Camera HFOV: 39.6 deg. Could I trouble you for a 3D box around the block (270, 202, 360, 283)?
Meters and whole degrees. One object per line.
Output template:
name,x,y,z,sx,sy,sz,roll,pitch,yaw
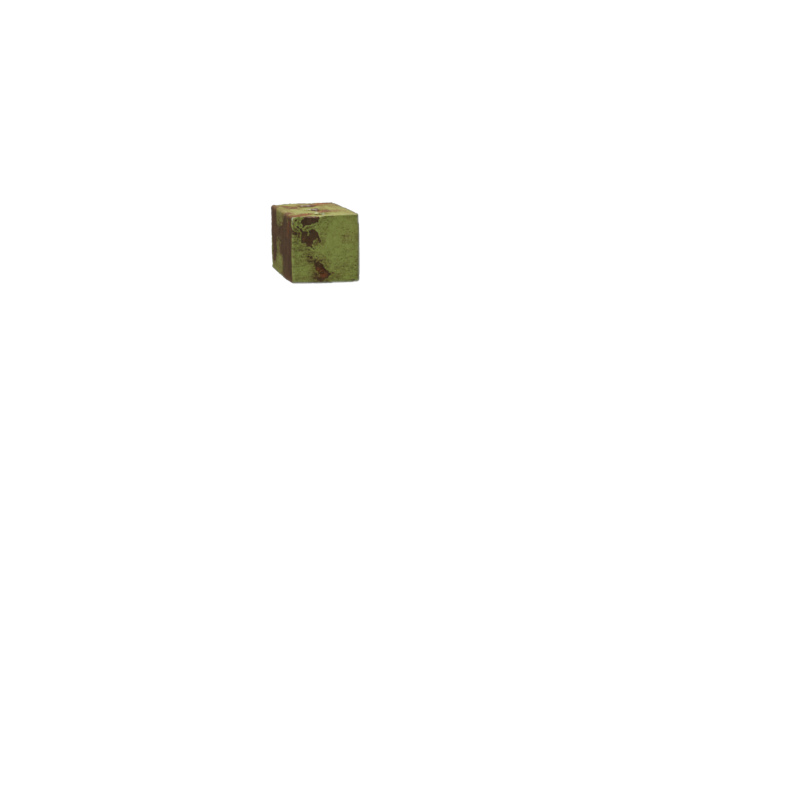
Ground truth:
block,-0.067,-0.121,0.851,0.052,0.050,0.082,-4,15,-17
